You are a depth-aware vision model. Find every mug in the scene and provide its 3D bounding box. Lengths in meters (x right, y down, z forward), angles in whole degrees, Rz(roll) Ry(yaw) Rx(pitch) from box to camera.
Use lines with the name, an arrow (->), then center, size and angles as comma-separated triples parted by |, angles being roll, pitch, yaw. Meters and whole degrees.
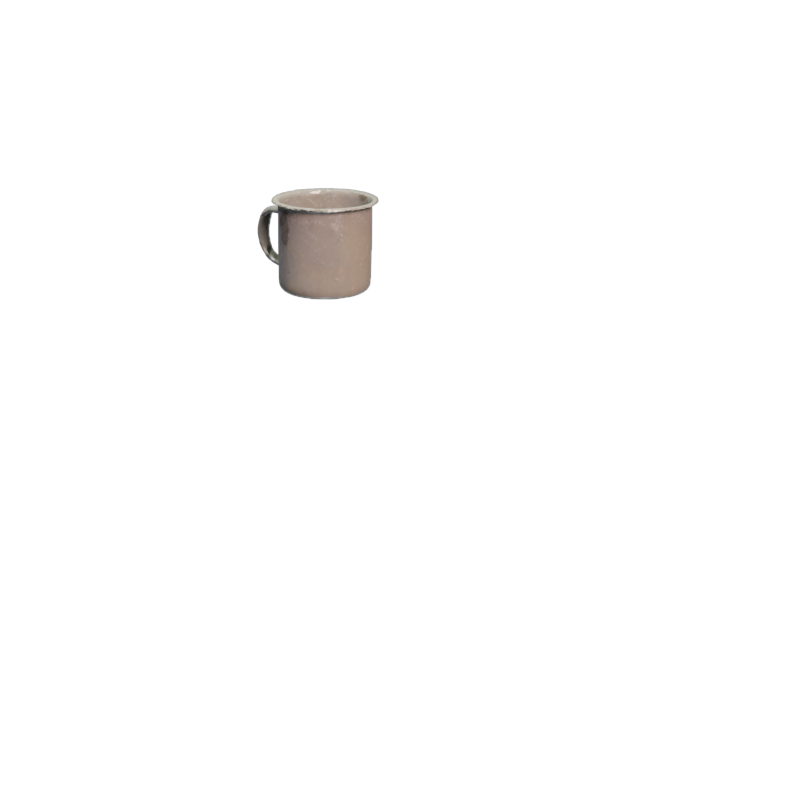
mug -> -0.076, -0.139, 0.975 | 0.122, 0.078, 0.093 | 11, 21, 28
